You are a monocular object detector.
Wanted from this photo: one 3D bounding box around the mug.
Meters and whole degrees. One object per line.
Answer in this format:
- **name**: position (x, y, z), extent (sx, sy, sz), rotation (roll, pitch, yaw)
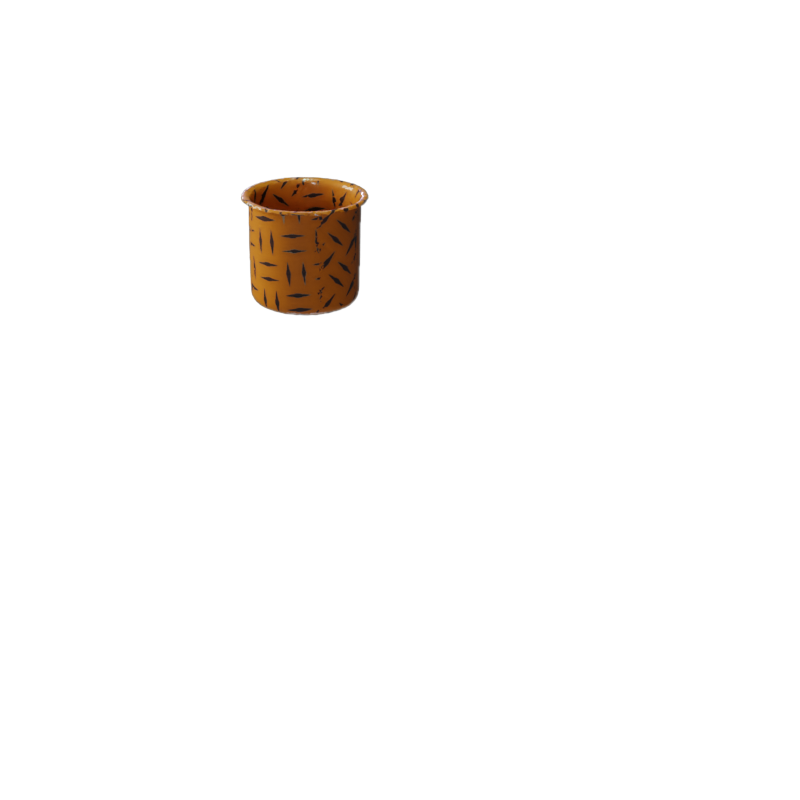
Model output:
- **mug**: position (-0.065, -0.118, 0.830), extent (0.097, 0.078, 0.118), rotation (13, 27, 25)
